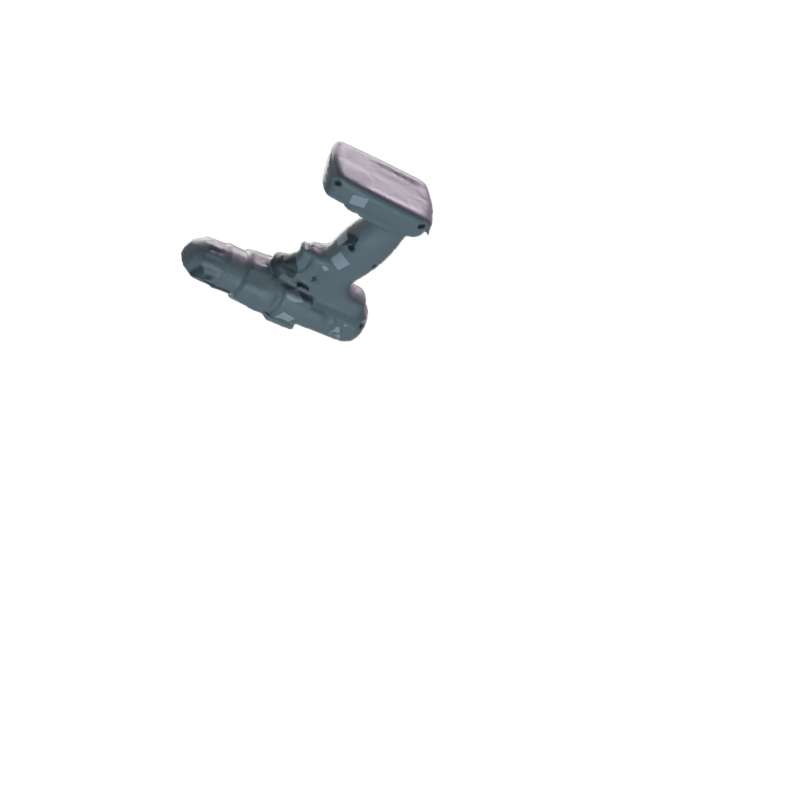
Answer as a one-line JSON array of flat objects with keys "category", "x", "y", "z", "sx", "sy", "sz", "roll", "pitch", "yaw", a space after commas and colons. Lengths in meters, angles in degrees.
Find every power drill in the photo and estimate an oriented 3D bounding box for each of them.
[{"category": "power drill", "x": -0.076, "y": -0.138, "z": 0.968, "sx": 0.176, "sy": 0.062, "sz": 0.183, "roll": 22, "pitch": -45, "yaw": -25}]
